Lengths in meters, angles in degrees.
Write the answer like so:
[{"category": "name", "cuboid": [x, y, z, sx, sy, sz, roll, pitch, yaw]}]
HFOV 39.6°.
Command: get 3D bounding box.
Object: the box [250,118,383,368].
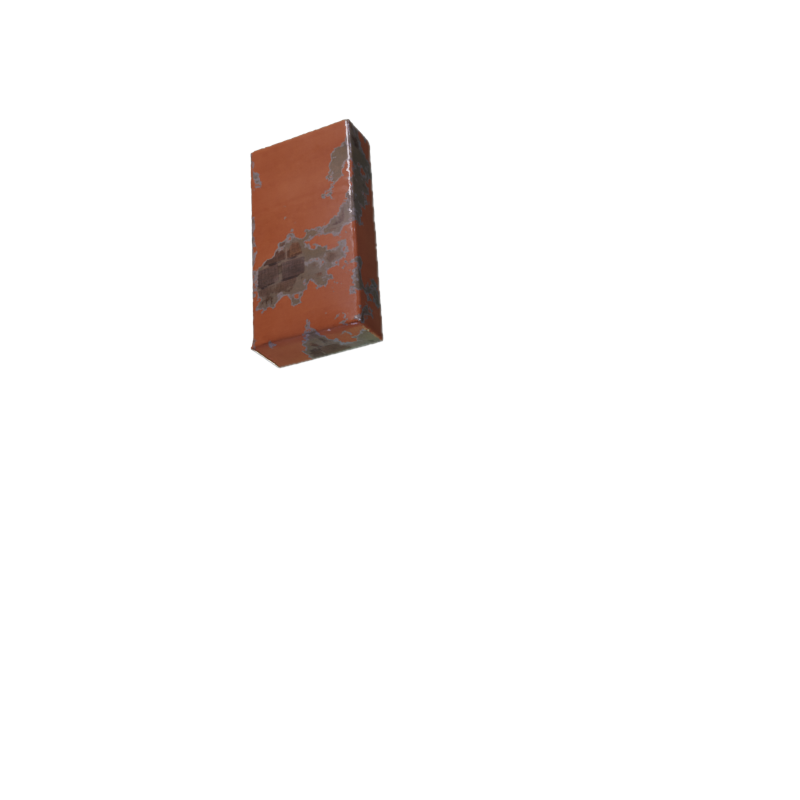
[{"category": "box", "cuboid": [-0.066, -0.121, 0.845, 0.095, 0.187, 0.044, -15, -32, 23]}]
